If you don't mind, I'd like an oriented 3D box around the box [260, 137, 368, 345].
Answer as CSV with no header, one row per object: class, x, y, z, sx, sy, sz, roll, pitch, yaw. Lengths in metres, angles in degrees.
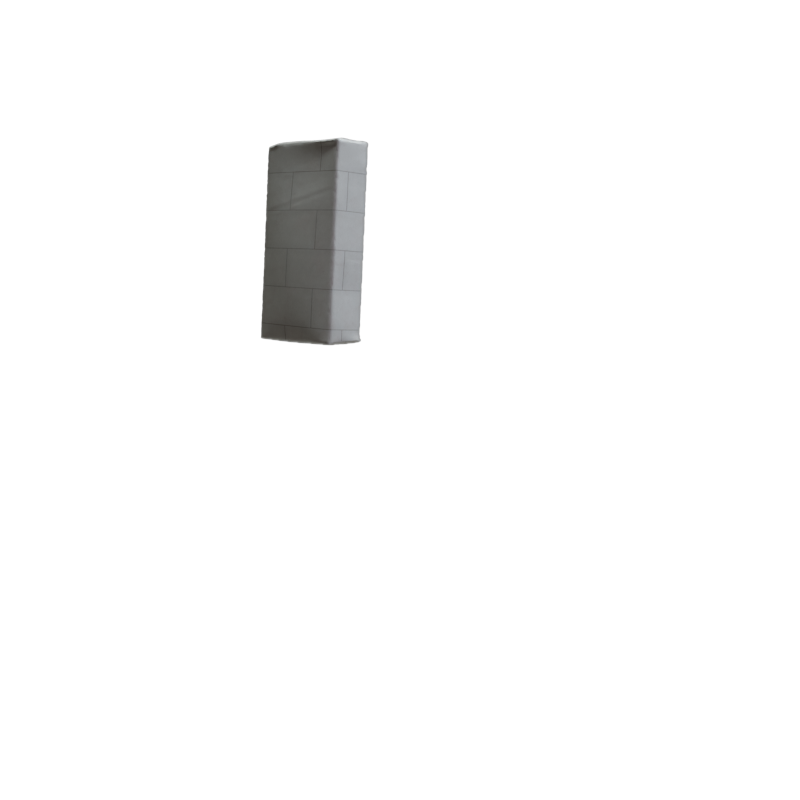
box,-0.077,-0.139,0.974,0.097,0.176,0.046,1,1,44
